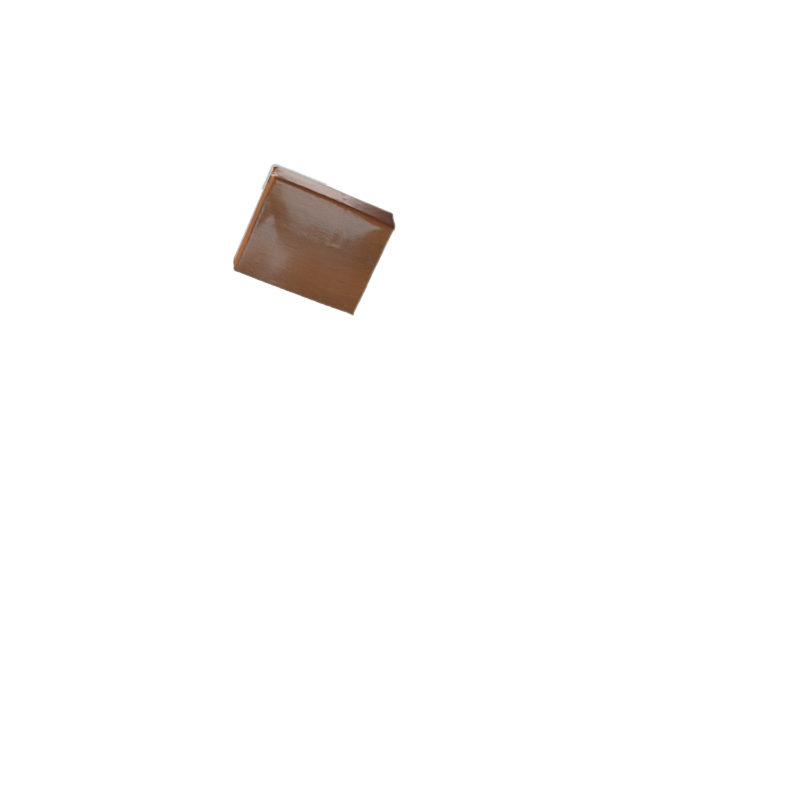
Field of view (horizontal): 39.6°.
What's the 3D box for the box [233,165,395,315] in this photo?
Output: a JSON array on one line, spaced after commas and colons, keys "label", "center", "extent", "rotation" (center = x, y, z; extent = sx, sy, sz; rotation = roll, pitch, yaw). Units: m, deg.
[{"label": "box", "center": [-0.073, -0.132, 0.927], "extent": [0.111, 0.087, 0.041], "rotation": [22, 20, -9]}]
